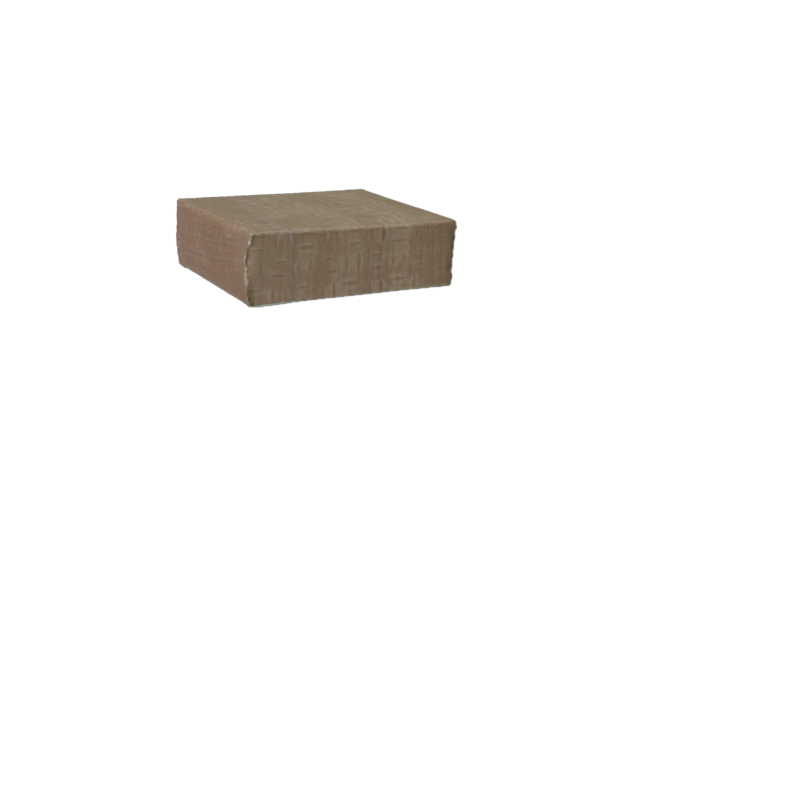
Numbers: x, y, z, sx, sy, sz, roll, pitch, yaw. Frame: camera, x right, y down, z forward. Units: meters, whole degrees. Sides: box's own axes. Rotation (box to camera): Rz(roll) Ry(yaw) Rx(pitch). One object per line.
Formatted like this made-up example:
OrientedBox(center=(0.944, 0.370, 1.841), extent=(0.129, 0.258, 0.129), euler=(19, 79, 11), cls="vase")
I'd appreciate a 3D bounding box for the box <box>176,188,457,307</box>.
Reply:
OrientedBox(center=(-0.043, -0.078, 0.548), extent=(0.111, 0.037, 0.095), euler=(-11, 22, -28), cls="box")
